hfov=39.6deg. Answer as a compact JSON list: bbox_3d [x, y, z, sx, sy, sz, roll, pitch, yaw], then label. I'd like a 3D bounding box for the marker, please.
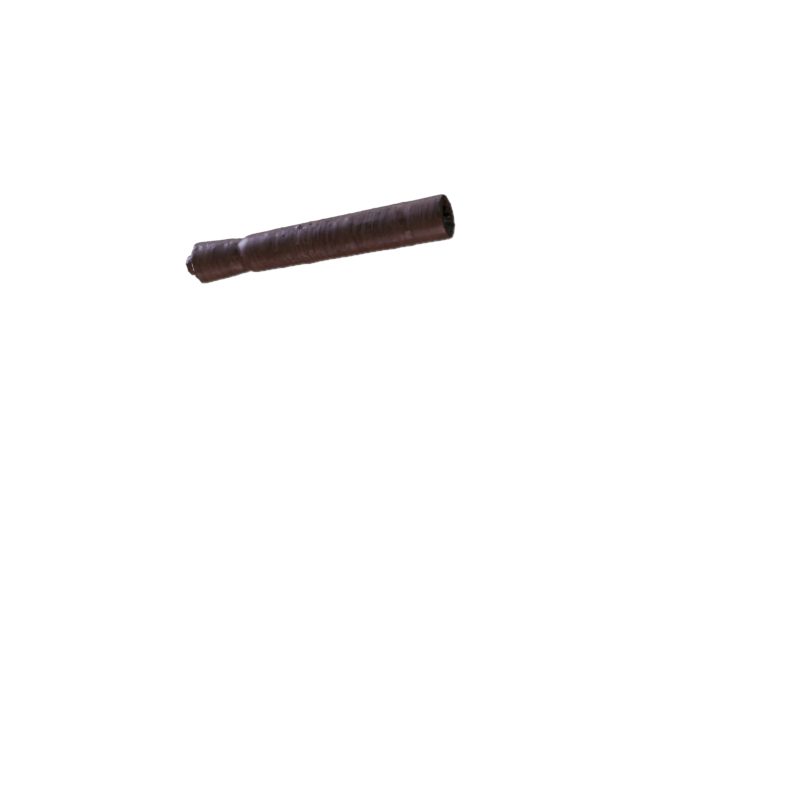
[{"bbox_3d":[-0.037,-0.067,0.473,0.123,0.020,0.019,-7,1,22],"label":"marker"}]
